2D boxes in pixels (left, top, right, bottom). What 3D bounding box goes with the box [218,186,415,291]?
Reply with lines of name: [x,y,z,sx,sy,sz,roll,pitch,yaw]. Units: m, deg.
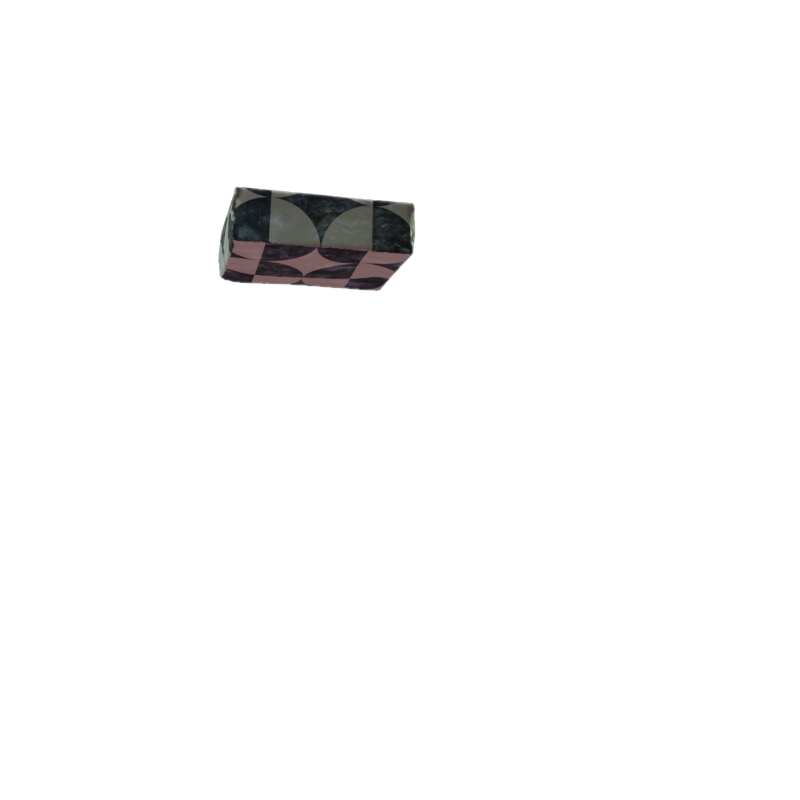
box: [-0.055,-0.100,0.701,0.112,0.040,0.088,2,-12,-11]
